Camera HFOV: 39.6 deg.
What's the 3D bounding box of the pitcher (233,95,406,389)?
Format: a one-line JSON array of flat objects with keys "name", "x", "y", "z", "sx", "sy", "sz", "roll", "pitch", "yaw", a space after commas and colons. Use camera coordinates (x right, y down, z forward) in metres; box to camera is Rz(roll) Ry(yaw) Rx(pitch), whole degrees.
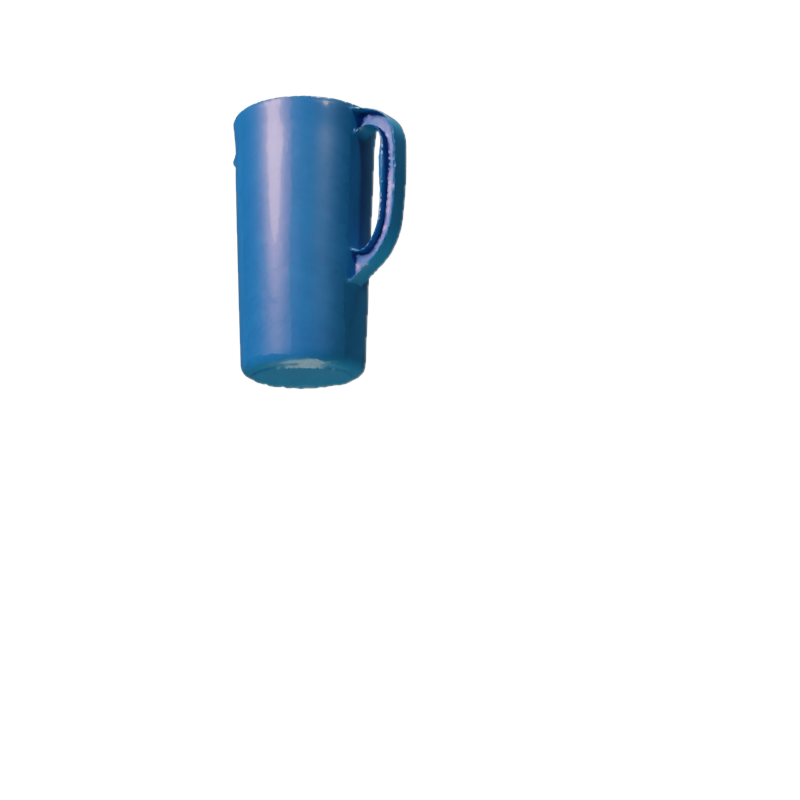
[{"name": "pitcher", "x": -0.077, "y": -0.140, "z": 0.980, "sx": 0.143, "sy": 0.253, "sz": 0.145, "roll": 2, "pitch": -16, "yaw": -10}]
